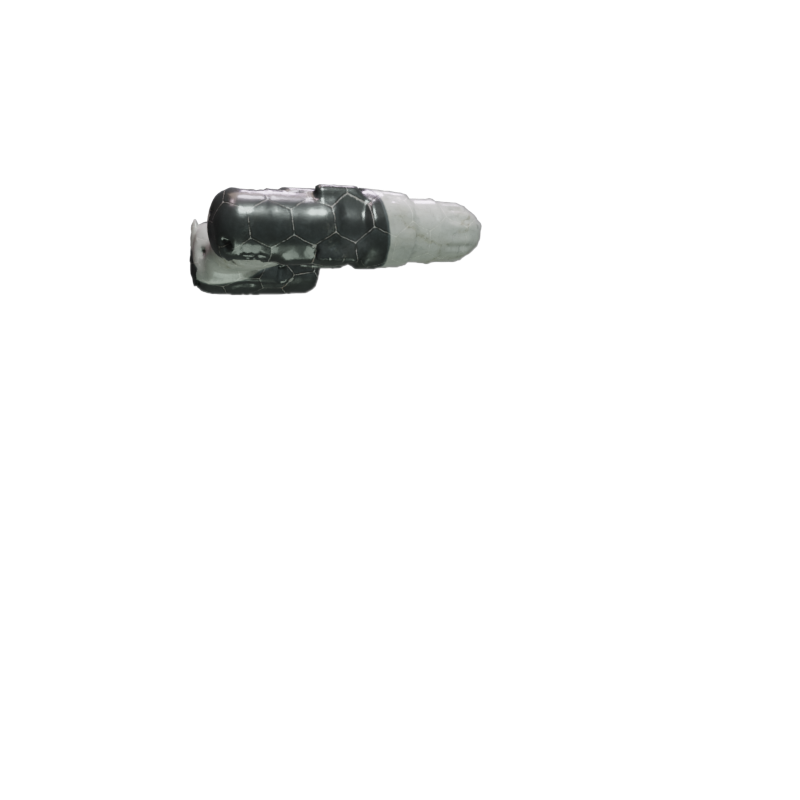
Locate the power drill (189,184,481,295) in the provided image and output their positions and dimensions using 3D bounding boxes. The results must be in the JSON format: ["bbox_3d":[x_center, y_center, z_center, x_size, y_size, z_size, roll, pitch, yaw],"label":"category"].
[{"bbox_3d":[-0.061,-0.111,0.776,0.179,0.058,0.190,1,-3,-22],"label":"power drill"}]
